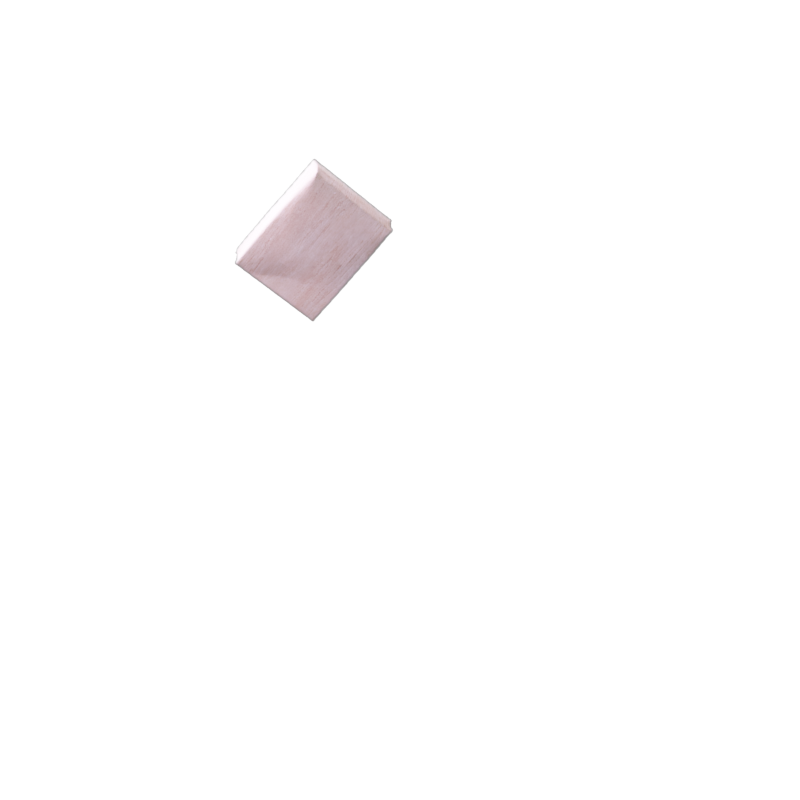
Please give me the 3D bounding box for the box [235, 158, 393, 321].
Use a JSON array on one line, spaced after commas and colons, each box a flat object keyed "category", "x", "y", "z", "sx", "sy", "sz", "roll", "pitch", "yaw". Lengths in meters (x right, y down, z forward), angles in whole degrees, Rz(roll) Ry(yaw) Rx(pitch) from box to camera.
[{"category": "box", "x": -0.076, "y": -0.138, "z": 0.966, "sx": 0.087, "sy": 0.112, "sz": 0.041, "roll": 38, "pitch": 18, "yaw": -16}]
